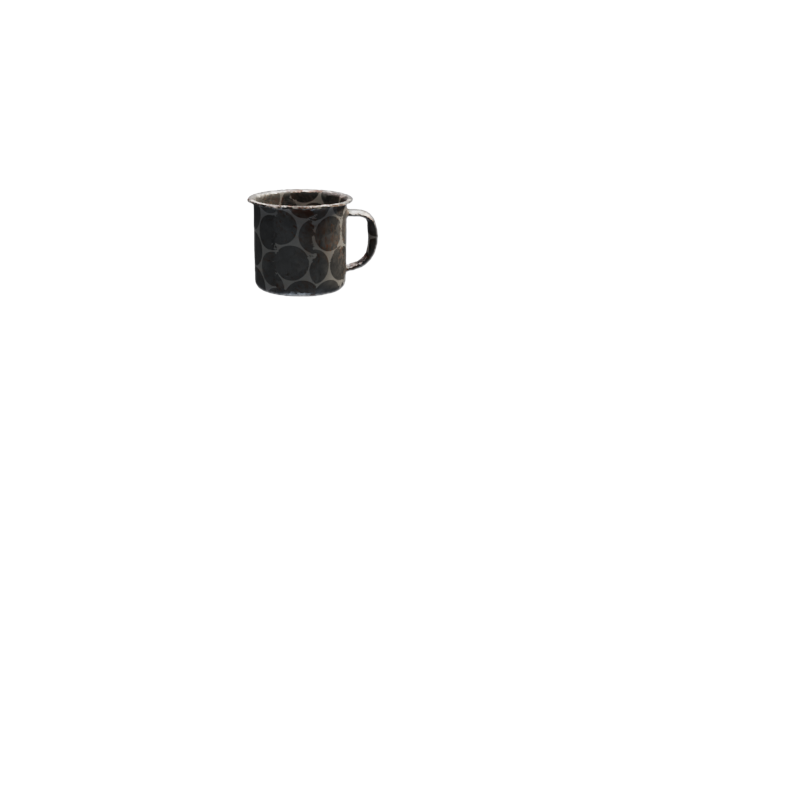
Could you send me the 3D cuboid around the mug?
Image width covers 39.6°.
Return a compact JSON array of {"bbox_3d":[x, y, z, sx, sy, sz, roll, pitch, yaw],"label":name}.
[{"bbox_3d":[-0.077,-0.141,0.989,0.115,0.079,0.098,-4,17,-15],"label":"mug"}]
